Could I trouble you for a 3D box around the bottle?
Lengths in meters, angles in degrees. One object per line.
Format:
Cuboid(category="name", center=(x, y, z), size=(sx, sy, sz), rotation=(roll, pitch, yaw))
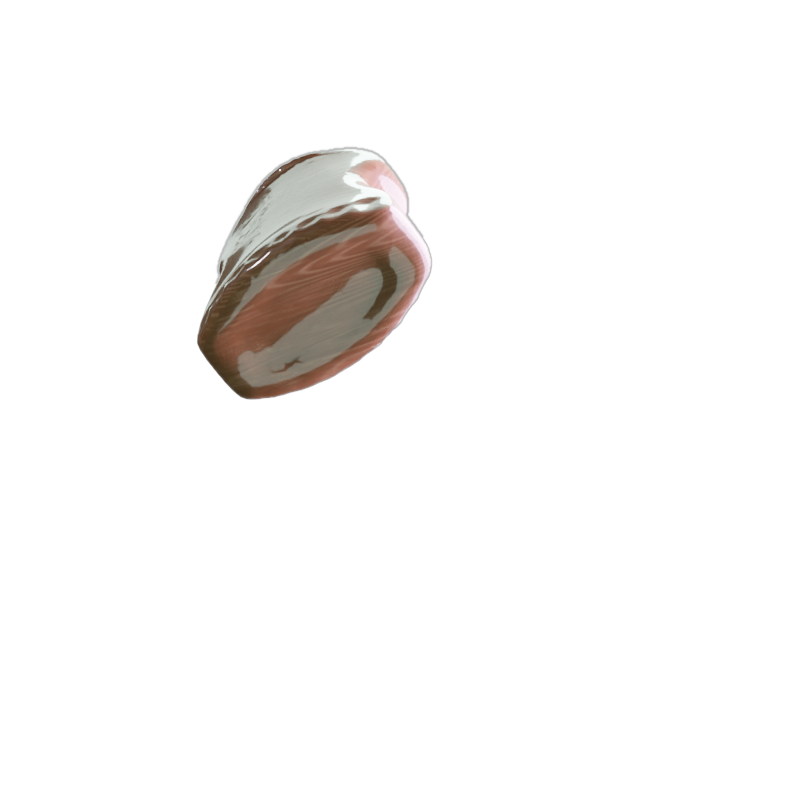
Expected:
Cuboid(category="bottle", center=(-0.040, -0.074, 0.512), size=(0.096, 0.056, 0.201), rotation=(-36, 21, 11))
